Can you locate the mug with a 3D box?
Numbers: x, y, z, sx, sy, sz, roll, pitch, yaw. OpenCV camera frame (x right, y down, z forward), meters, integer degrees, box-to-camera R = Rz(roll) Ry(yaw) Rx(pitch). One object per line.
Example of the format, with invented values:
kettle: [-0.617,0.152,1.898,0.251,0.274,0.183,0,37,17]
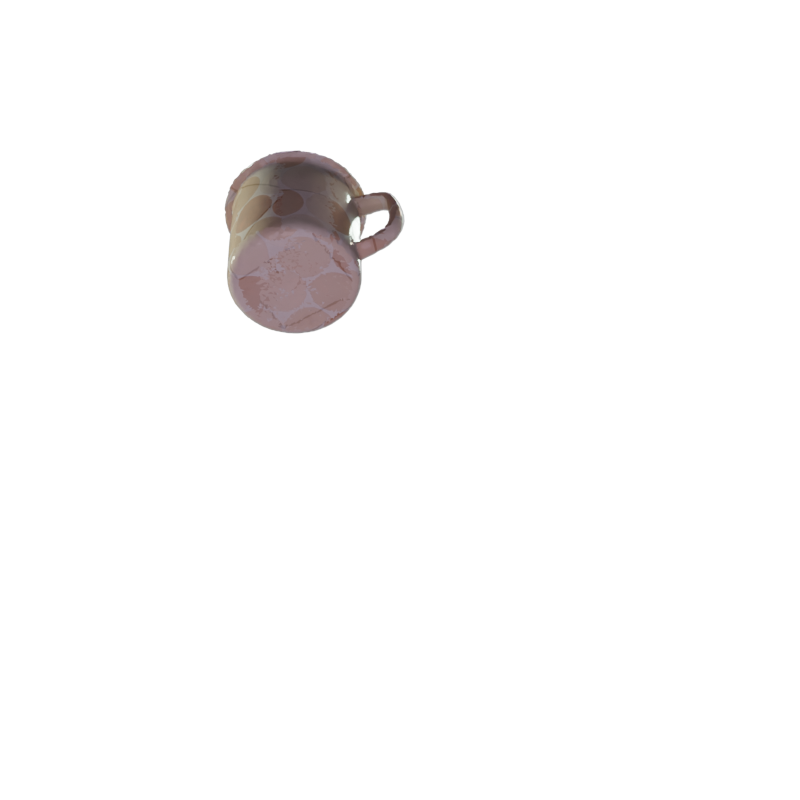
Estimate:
mug: [-0.054,-0.099,0.691,0.118,0.086,0.087,-13,37,8]
